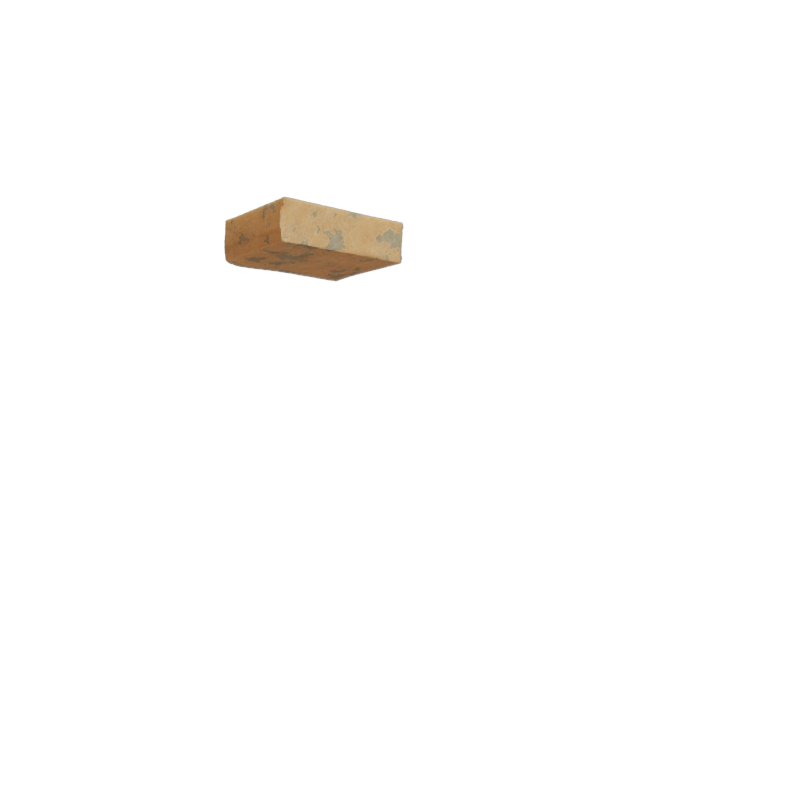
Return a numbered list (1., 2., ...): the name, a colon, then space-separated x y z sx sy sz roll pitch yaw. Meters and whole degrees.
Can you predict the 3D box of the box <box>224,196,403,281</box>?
1. box: -0.068 -0.124 0.866 0.109 0.040 0.092 5 -9 -35
